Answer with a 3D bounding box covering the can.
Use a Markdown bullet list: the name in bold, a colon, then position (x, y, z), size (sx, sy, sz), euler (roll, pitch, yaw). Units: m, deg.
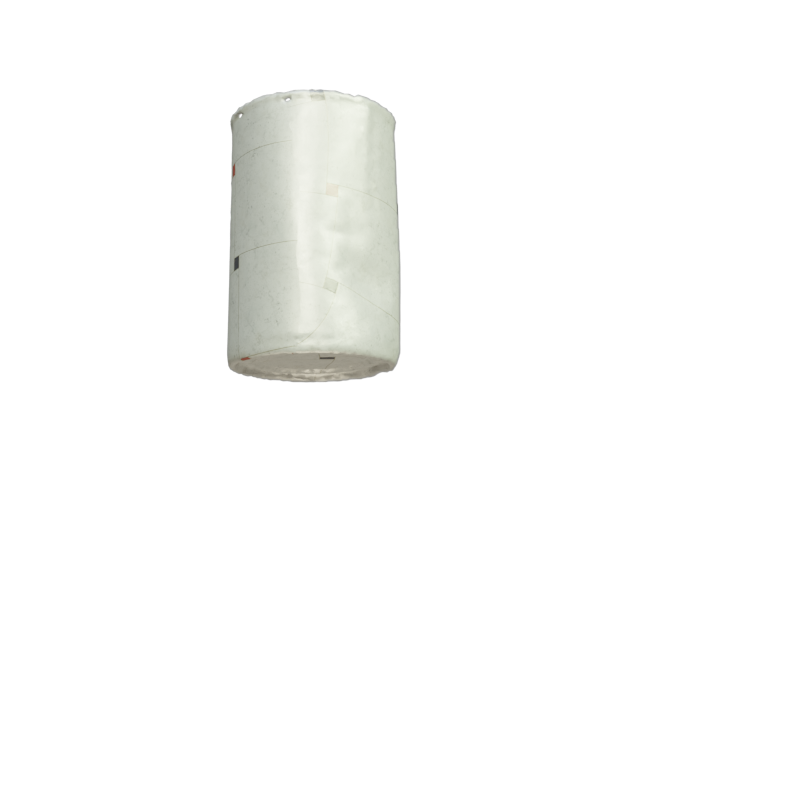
- **can**: position (-0.034, -0.063, 0.441), size (0.068, 0.106, 0.066), euler (0, -14, -2)
